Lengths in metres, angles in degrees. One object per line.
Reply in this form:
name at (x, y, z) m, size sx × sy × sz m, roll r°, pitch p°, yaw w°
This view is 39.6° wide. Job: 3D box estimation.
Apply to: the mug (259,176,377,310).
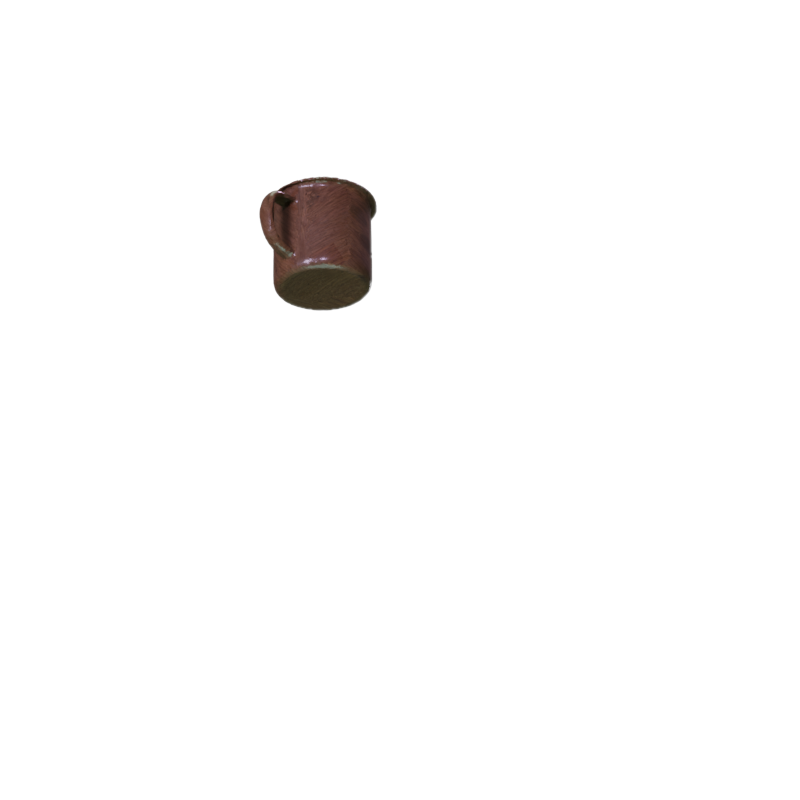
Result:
mug at (-0.072, -0.131, 0.920) m, size 0.094 × 0.087 × 0.109 m, roll -20°, pitch -33°, yaw 32°
